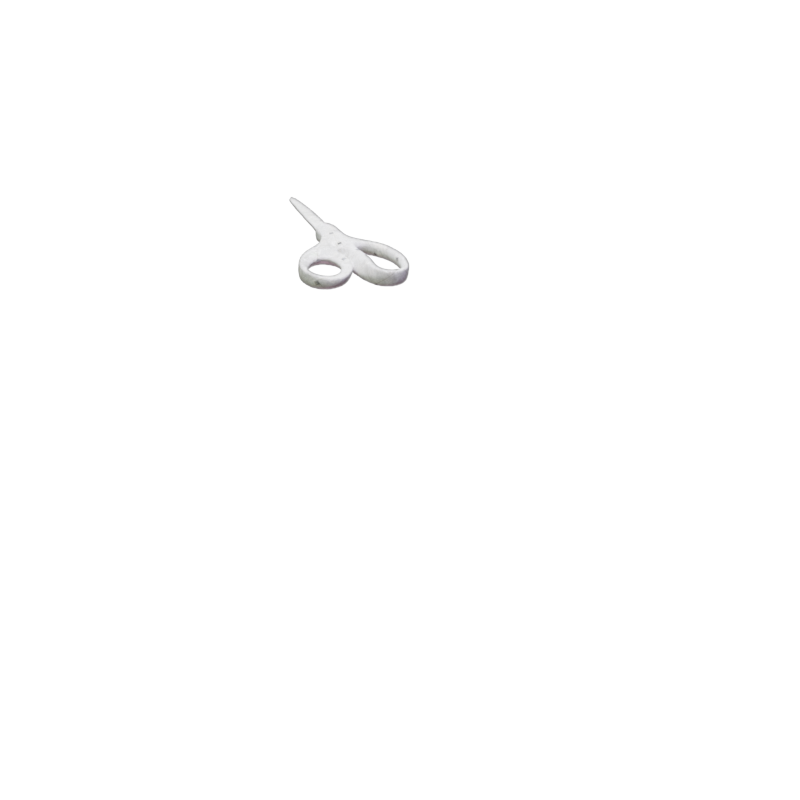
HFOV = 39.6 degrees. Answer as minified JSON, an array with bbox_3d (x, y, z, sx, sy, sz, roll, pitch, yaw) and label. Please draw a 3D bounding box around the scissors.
[{"bbox_3d":[-0.074,-0.134,0.940,0.095,0.015,0.216,-19,34,-31],"label":"scissors"}]
